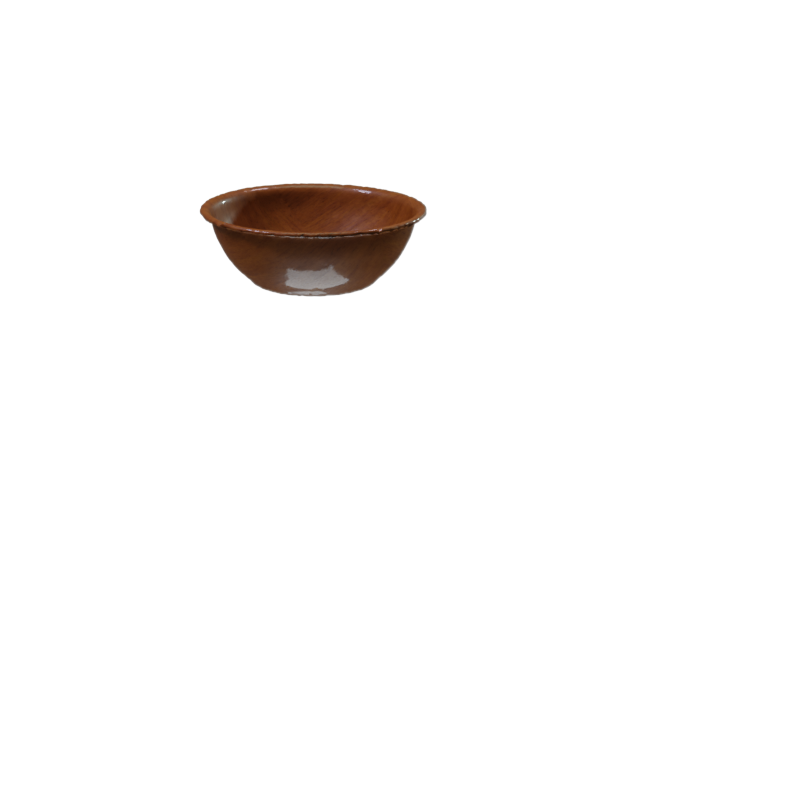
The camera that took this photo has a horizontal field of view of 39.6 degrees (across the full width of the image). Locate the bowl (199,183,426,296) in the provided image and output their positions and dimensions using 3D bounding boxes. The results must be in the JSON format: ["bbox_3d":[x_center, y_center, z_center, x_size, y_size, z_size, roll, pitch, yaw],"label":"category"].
[{"bbox_3d":[-0.063,-0.114,0.798,0.162,0.053,0.169,-1,22,-2],"label":"bowl"}]
